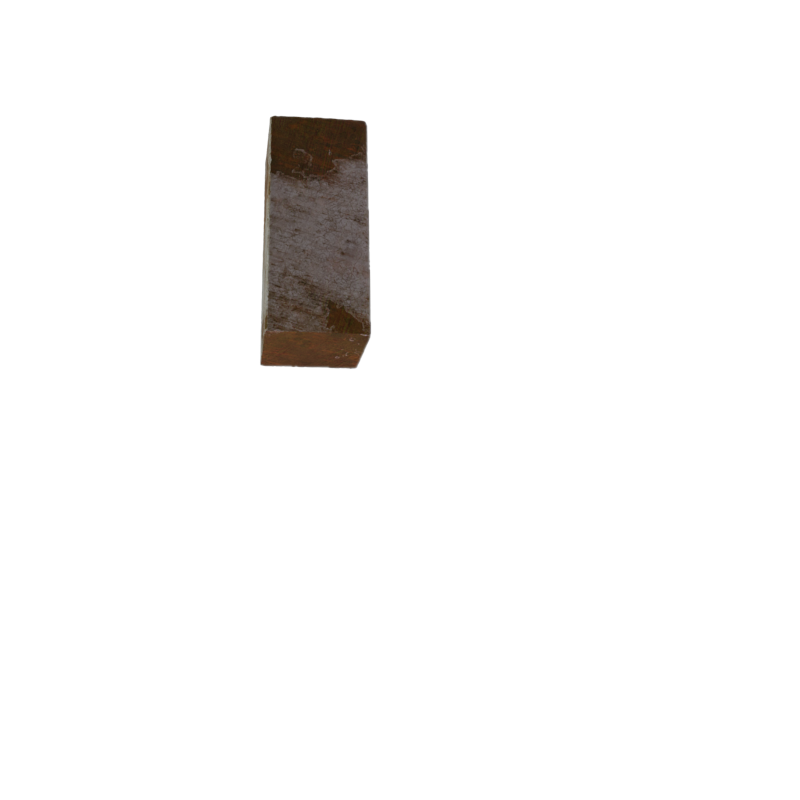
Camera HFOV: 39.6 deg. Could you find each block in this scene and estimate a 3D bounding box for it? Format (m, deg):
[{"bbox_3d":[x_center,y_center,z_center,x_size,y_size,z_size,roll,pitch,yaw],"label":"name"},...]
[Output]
[{"bbox_3d":[-0.077,-0.142,0.992,0.089,0.217,0.087,2,-23,-8],"label":"block"}]
